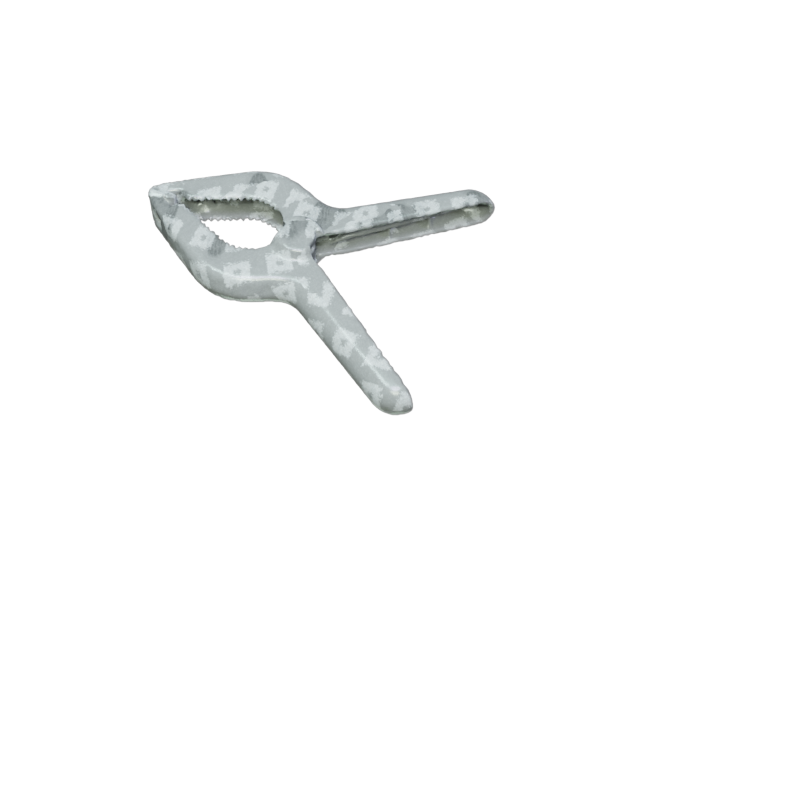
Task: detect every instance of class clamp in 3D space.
[{"bbox_3d":[-0.053,-0.097,0.682,0.218,0.170,0.034,24,-32,16],"label":"clamp"}]
